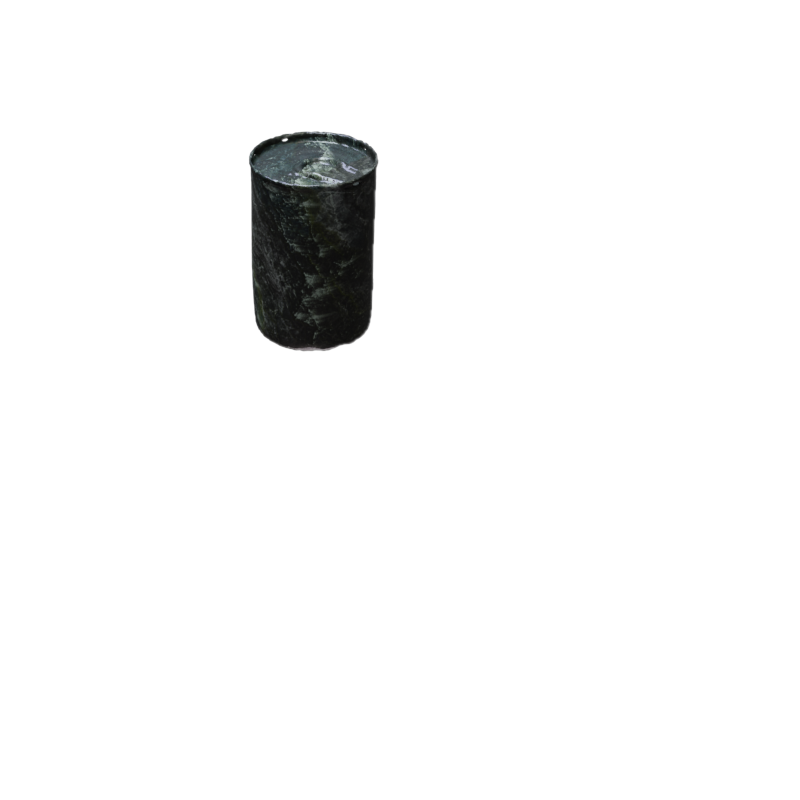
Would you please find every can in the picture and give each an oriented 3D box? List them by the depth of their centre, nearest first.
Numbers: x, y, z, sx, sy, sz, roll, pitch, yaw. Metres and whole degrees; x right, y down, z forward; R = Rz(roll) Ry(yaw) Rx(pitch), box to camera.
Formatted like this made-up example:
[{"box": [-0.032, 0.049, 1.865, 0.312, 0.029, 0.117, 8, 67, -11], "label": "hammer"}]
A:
[{"box": [-0.047, -0.086, 0.604, 0.068, 0.096, 0.073, 0, 32, -3], "label": "can"}]
